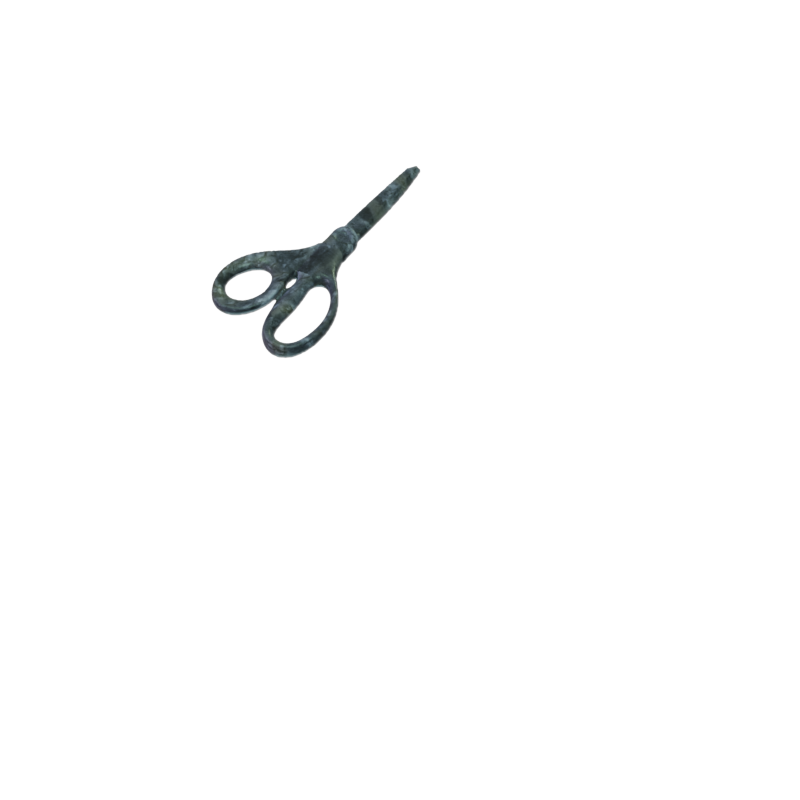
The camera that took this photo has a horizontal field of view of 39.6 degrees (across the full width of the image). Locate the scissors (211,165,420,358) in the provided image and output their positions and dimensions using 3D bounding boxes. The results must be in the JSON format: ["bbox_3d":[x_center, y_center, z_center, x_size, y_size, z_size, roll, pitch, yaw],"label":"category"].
[{"bbox_3d":[-0.061,-0.112,0.783,0.099,0.211,0.015,14,-39,12],"label":"scissors"}]
